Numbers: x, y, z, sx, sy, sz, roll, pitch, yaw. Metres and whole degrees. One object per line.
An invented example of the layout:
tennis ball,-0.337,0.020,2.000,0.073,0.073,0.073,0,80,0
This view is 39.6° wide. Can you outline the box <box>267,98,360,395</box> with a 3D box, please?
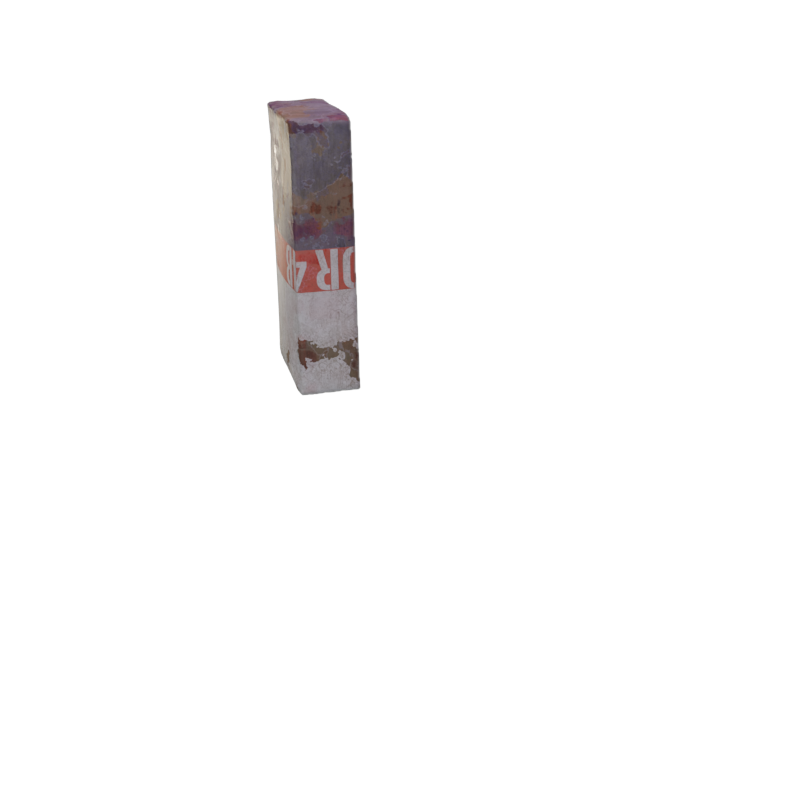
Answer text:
box,-0.056,-0.103,0.723,0.047,0.170,0.098,-3,18,-13
